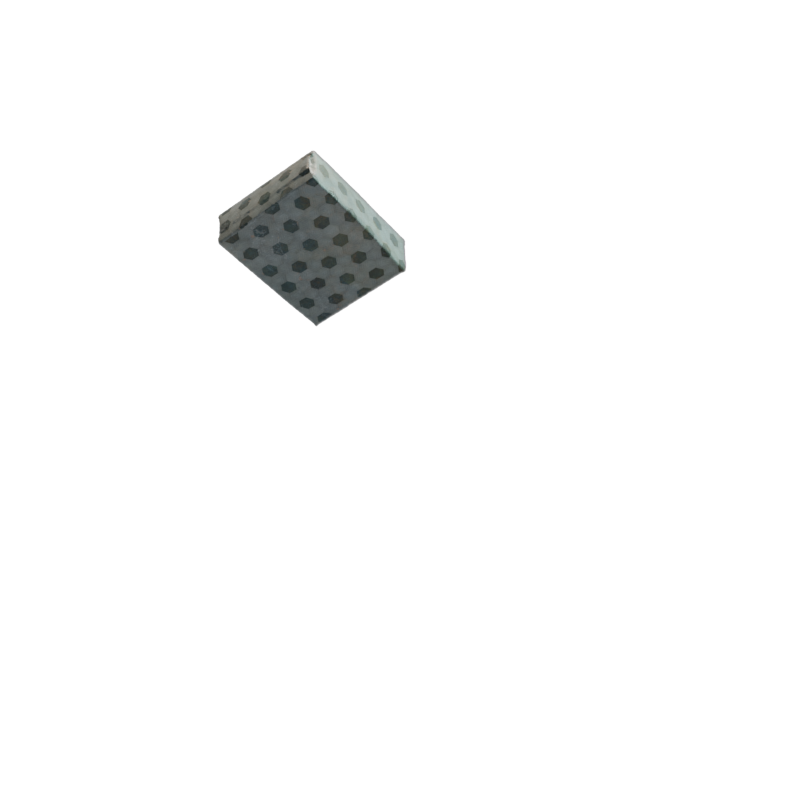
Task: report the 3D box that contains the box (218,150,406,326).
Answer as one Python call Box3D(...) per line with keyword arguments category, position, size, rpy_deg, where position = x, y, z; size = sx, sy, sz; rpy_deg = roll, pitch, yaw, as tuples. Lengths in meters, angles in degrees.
Box3D(category="box", position=(-0.063, -0.115, 0.804), size=(0.089, 0.042, 0.106), rpy_deg=(-30, -54, 24))
